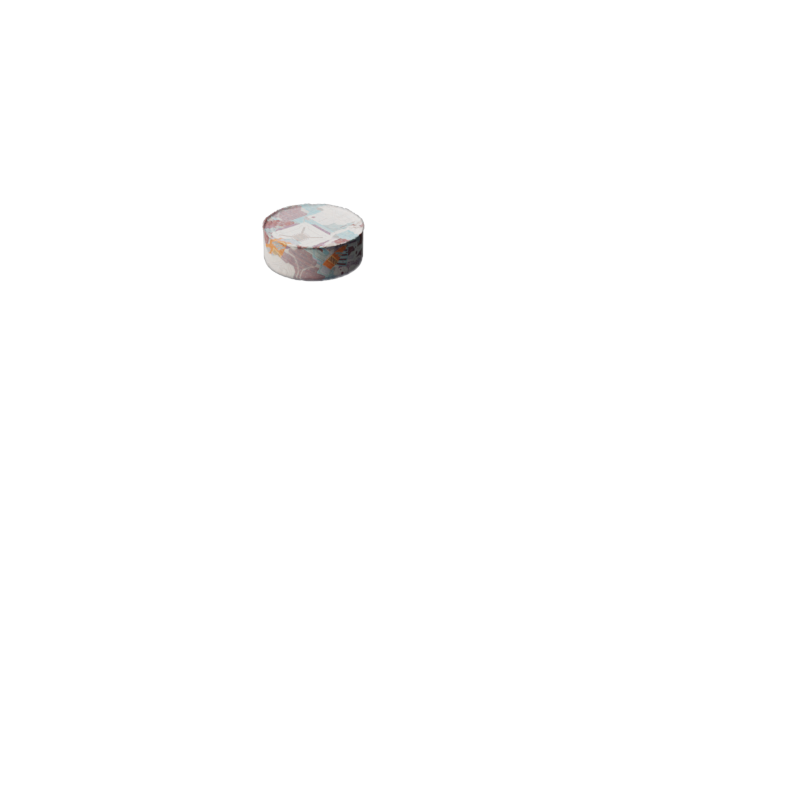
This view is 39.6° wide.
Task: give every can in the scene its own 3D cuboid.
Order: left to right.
[{"bbox_3d":[-0.073,-0.134,0.937,0.086,0.032,0.091,-1,32,-2],"label":"can"}]
